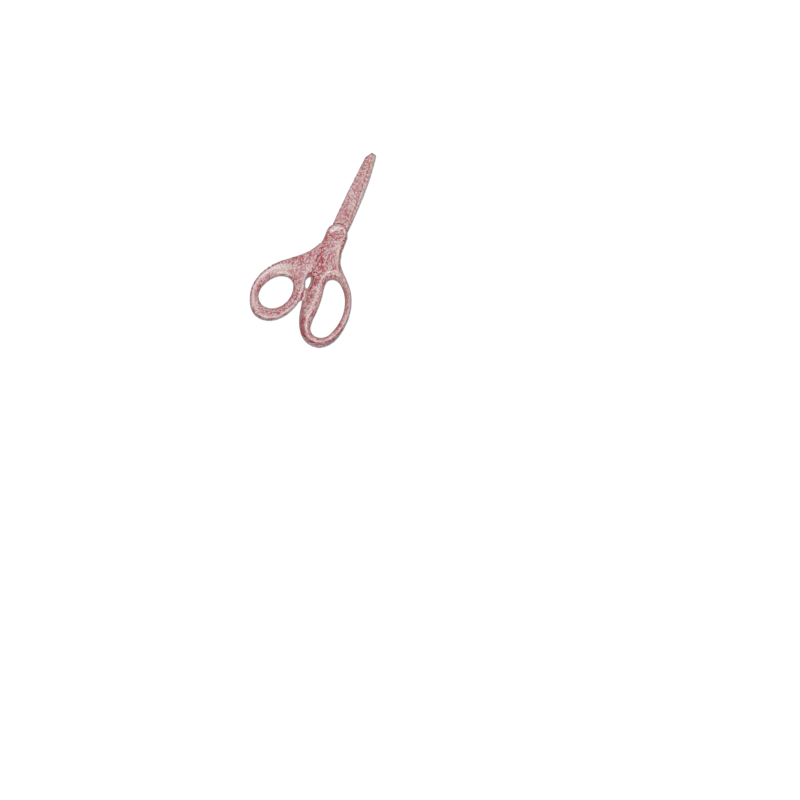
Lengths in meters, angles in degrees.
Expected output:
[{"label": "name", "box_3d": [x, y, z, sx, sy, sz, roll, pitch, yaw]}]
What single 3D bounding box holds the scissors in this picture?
[{"label": "scissors", "box_3d": [-0.076, -0.139, 0.974, 0.096, 0.214, 0.015, 3, -30, 2]}]
